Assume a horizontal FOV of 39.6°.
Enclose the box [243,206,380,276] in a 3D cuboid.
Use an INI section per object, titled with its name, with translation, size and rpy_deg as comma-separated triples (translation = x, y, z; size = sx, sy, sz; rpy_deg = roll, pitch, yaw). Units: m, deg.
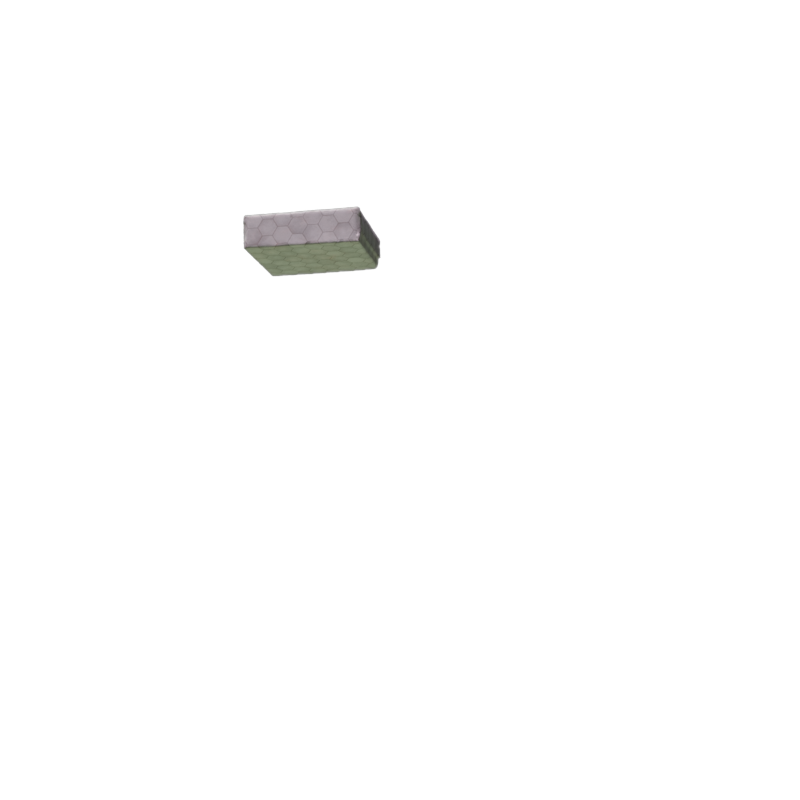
[box]
translation = -0.065, -0.119, 0.834
size = 0.091, 0.031, 0.069
rpy_deg = -3, -12, 13
